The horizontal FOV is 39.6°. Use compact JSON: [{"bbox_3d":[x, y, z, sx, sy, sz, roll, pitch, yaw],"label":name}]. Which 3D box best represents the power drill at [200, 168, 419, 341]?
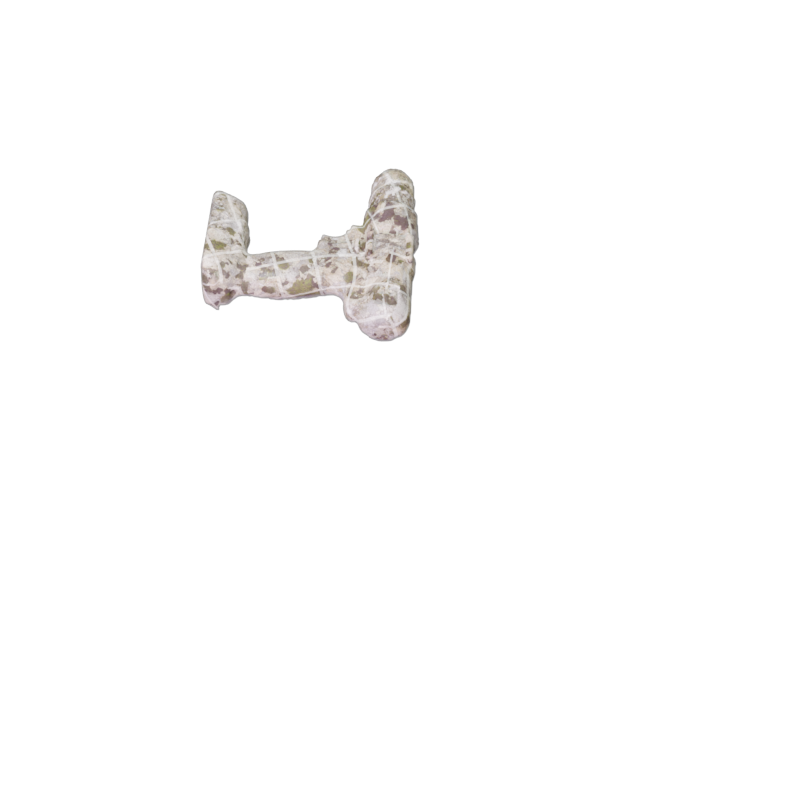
[{"bbox_3d":[-0.077,-0.141,0.987,0.188,0.197,0.053,3,-39,2],"label":"power drill"}]
